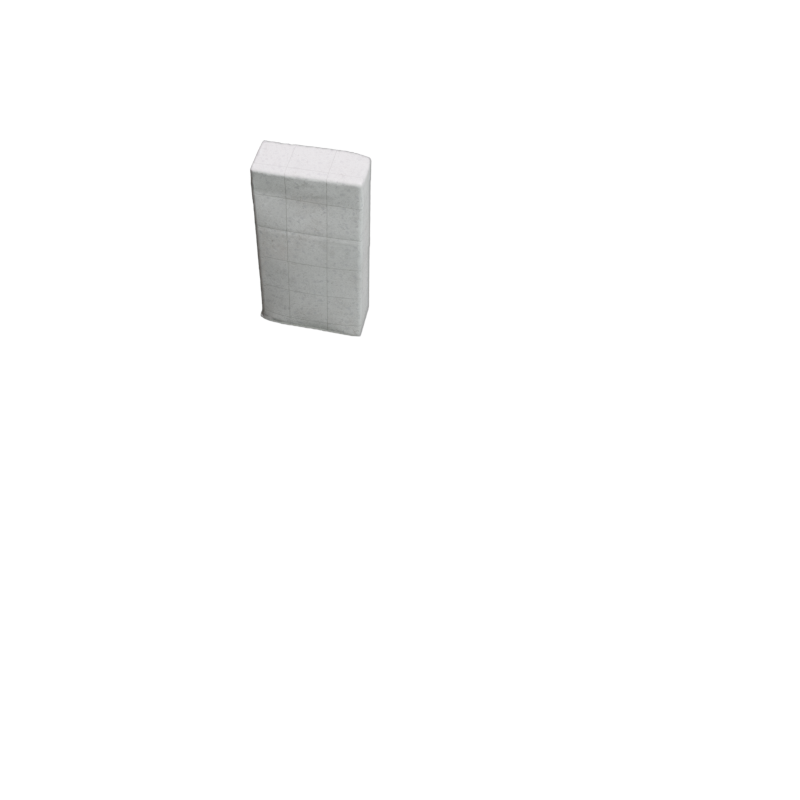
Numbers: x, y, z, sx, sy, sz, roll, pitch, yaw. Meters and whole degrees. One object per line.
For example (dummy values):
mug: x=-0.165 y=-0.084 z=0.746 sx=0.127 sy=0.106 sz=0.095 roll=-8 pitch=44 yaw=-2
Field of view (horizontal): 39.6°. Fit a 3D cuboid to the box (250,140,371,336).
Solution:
box: x=-0.073 y=-0.133 z=0.931 sx=0.095 sy=0.164 sz=0.051 roll=11 pitch=45 yaw=8
